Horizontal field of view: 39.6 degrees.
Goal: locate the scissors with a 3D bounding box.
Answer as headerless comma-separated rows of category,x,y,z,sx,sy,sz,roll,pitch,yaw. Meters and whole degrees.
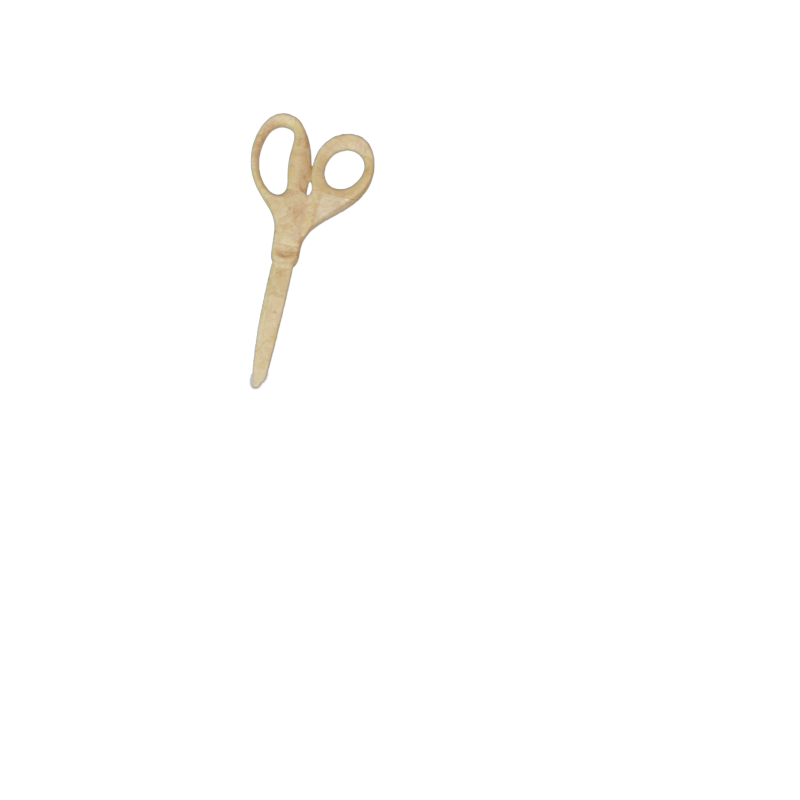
scissors,-0.059,-0.108,0.755,0.096,0.213,0.015,-6,-24,-3
